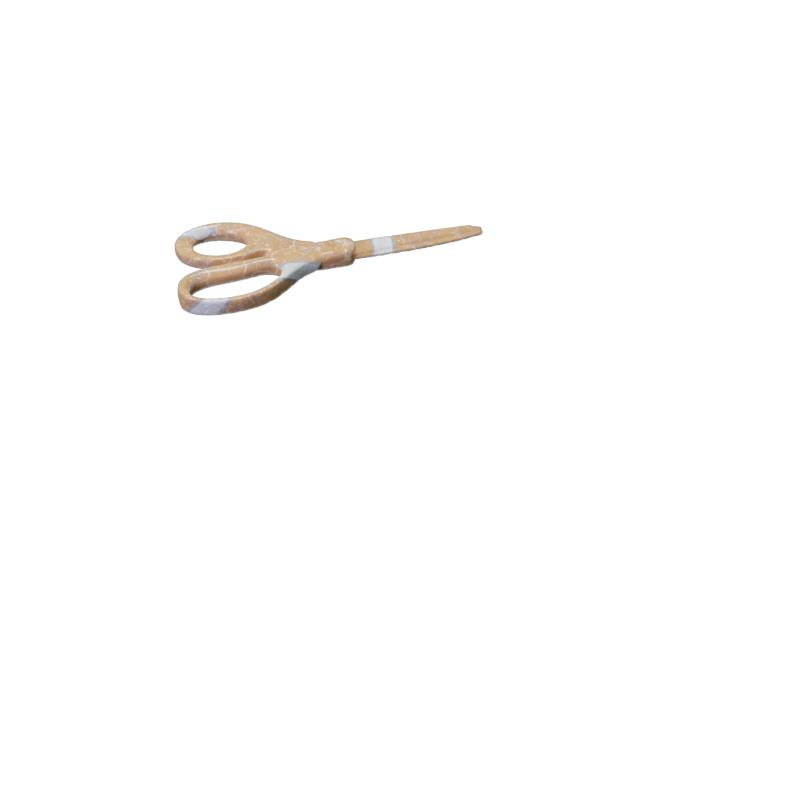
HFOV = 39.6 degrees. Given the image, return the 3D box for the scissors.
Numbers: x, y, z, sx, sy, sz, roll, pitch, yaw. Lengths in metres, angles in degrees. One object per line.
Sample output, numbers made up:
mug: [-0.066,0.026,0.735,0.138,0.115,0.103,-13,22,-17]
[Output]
scissors: [-0.056,-0.101,0.710,0.200,0.015,0.104,-22,43,-26]
